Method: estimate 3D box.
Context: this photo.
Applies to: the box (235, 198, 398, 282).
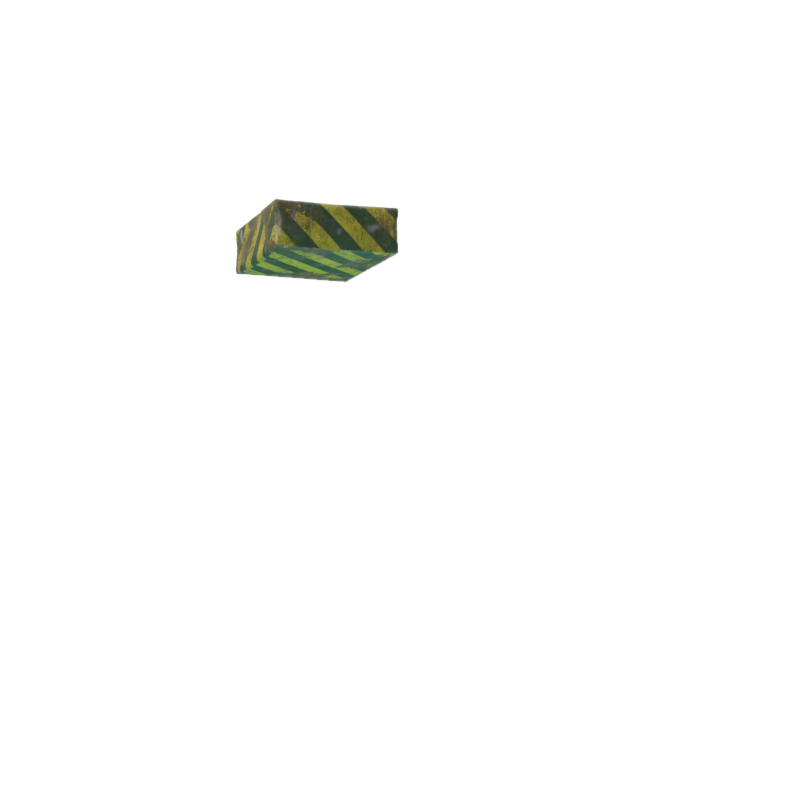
[{"bbox_3d":[-0.051,-0.093,0.649,0.071,0.031,0.090,2,-6,-21],"label":"box"}]
